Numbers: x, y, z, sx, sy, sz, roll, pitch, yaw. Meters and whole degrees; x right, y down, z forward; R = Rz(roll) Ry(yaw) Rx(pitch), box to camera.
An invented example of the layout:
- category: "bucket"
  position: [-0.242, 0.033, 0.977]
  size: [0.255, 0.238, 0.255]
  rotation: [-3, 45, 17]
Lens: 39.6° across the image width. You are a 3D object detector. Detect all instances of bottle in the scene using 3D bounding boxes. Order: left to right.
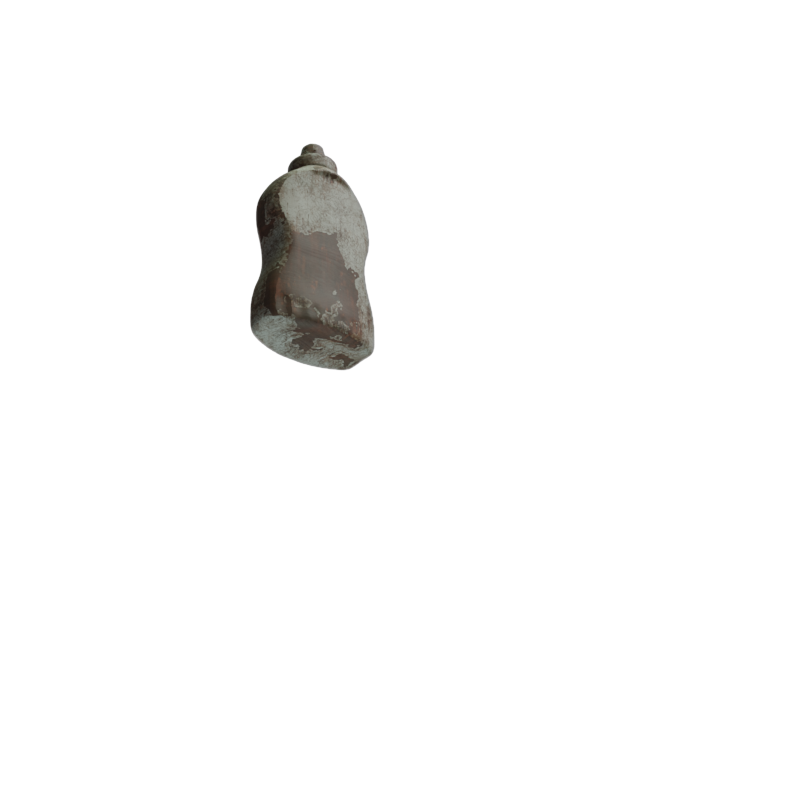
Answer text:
- category: "bottle"
  position: [-0.068, -0.123, 0.866]
  size: [0.091, 0.205, 0.057]
  rotation: [19, -39, -30]
